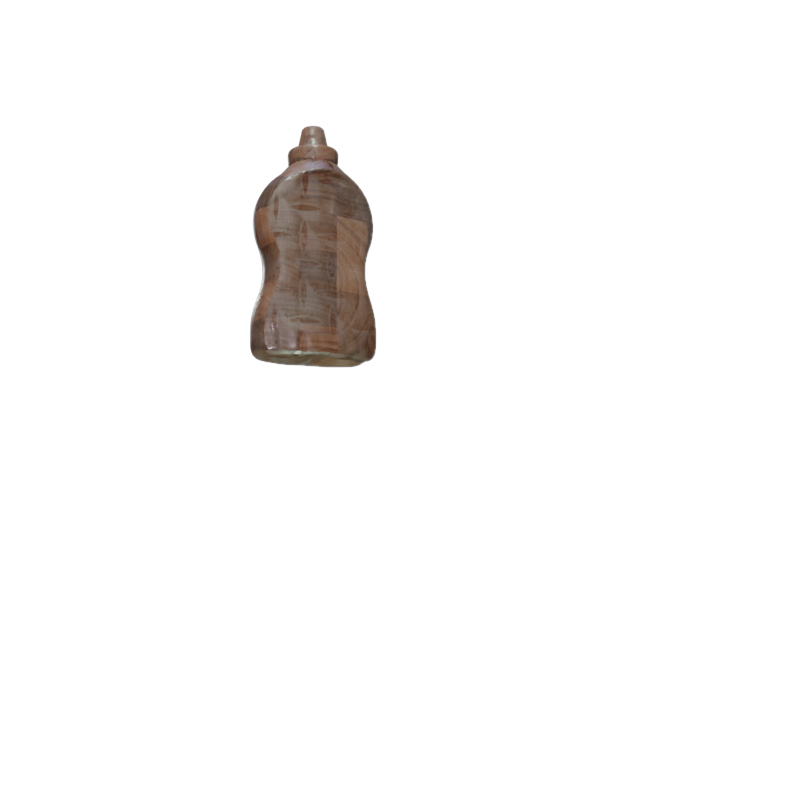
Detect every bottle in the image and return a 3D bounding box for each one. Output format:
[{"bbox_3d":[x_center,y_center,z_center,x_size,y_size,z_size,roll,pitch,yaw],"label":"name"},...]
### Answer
[{"bbox_3d":[-0.069,-0.125,0.876,0.093,0.199,0.058,4,-16,-19],"label":"bottle"}]
